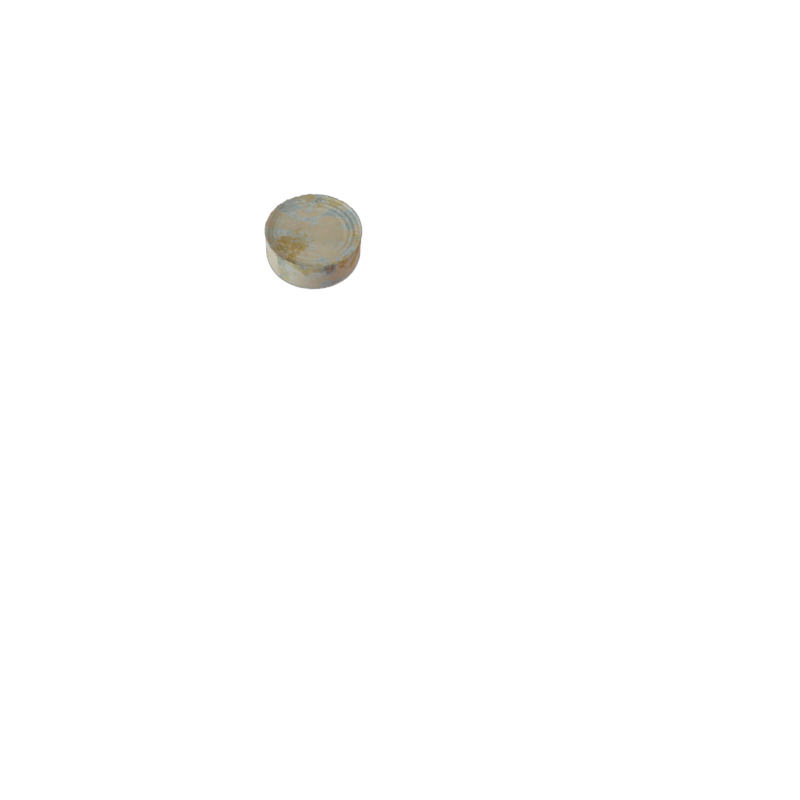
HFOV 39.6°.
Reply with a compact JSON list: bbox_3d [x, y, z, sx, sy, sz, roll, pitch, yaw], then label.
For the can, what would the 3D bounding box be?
[{"bbox_3d":[-0.077,-0.140,0.981,0.086,0.092,0.031,-1,-37,-1],"label":"can"}]
